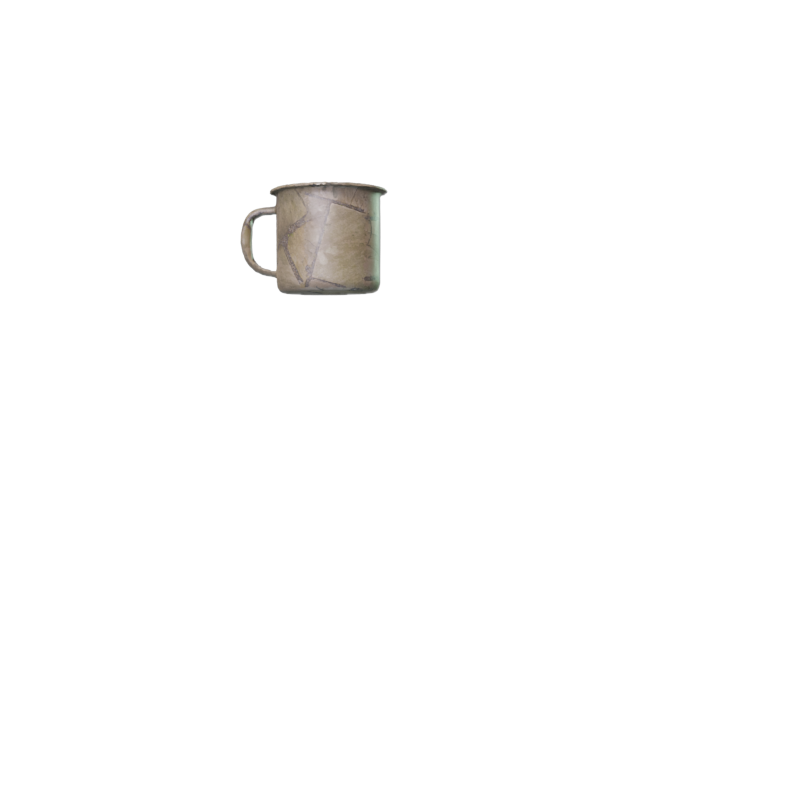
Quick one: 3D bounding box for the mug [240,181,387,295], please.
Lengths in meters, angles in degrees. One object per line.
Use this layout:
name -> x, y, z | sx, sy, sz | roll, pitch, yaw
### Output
mug -> -0.069, -0.125, 0.875 | 0.118, 0.082, 0.092 | 0, -1, 5
